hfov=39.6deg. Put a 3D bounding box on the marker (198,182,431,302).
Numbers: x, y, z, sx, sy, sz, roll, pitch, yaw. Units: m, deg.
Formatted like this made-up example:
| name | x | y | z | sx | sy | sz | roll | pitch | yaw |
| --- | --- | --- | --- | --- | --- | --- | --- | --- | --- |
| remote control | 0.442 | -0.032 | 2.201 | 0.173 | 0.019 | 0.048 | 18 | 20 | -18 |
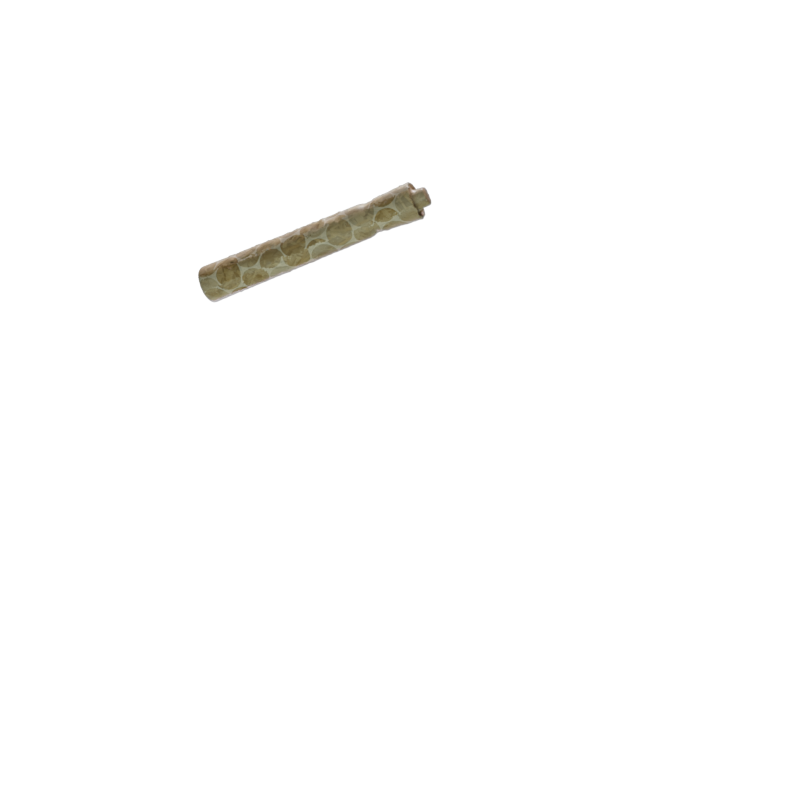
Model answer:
| name | x | y | z | sx | sy | sz | roll | pitch | yaw |
| --- | --- | --- | --- | --- | --- | --- | --- | --- | --- |
| marker | -0.042 | -0.076 | 0.535 | 0.122 | 0.020 | 0.019 | -19 | -2 | 19 |
